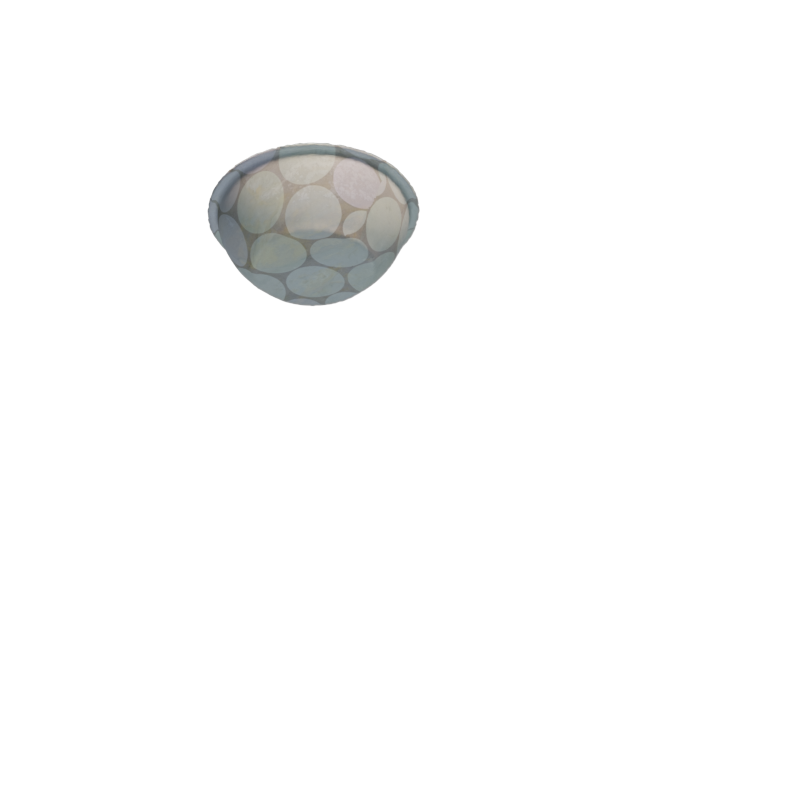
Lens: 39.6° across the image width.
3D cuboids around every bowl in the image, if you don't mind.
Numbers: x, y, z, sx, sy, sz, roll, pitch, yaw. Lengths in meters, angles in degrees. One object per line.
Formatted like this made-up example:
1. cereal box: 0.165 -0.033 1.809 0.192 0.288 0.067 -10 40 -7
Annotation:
1. bowl: -0.065 -0.119 0.833 0.162 0.059 0.152 1 -34 -2
